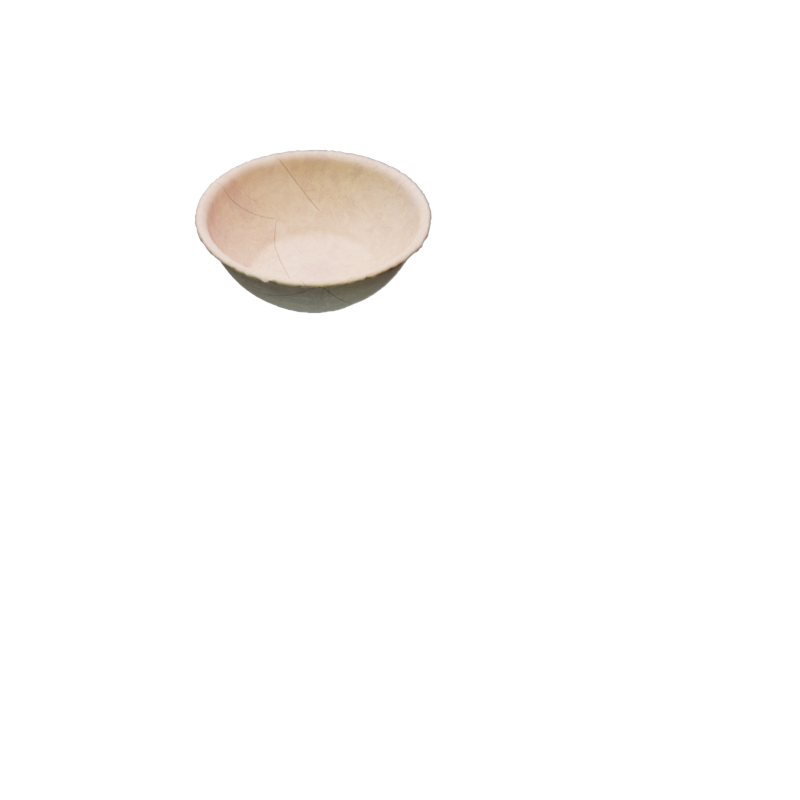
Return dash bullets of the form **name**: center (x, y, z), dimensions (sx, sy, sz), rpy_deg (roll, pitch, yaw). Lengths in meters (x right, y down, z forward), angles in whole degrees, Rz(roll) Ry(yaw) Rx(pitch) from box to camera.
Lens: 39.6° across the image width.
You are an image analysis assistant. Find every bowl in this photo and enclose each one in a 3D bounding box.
- **bowl**: center (-0.061, -0.110, 0.773), dimensions (0.162, 0.051, 0.174), rpy_deg (-1, 42, -2)
